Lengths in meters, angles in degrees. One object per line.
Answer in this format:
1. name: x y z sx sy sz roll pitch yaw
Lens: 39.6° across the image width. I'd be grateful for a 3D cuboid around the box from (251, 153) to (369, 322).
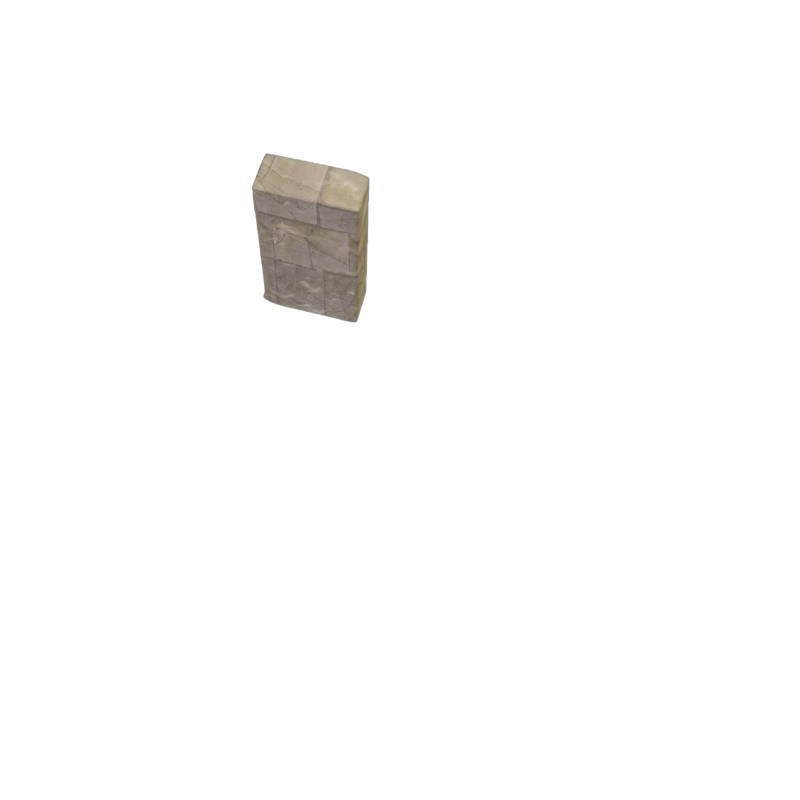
1. box: -0.076 -0.139 0.971 0.095 0.050 0.165 15 -32 6
